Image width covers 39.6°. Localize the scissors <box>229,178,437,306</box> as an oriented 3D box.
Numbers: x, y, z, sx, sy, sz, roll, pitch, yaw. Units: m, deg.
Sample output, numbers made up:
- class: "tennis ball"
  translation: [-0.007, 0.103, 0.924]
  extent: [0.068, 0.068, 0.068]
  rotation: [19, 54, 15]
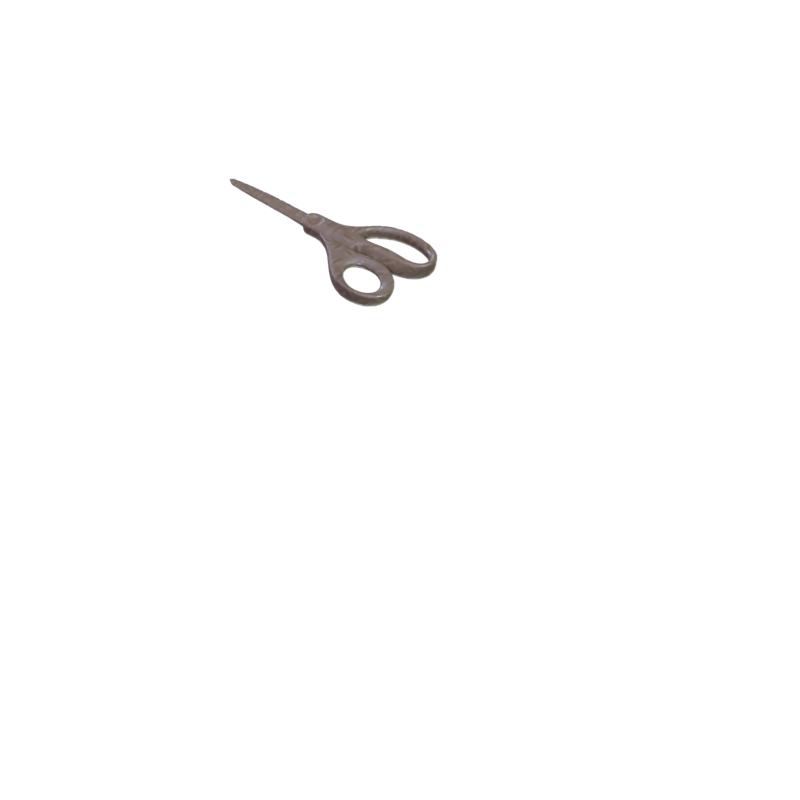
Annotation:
- class: "scissors"
  translation: [-0.071, -0.129, 0.906]
  extent: [0.209, 0.015, 0.100]
  rotation: [18, 48, 17]
